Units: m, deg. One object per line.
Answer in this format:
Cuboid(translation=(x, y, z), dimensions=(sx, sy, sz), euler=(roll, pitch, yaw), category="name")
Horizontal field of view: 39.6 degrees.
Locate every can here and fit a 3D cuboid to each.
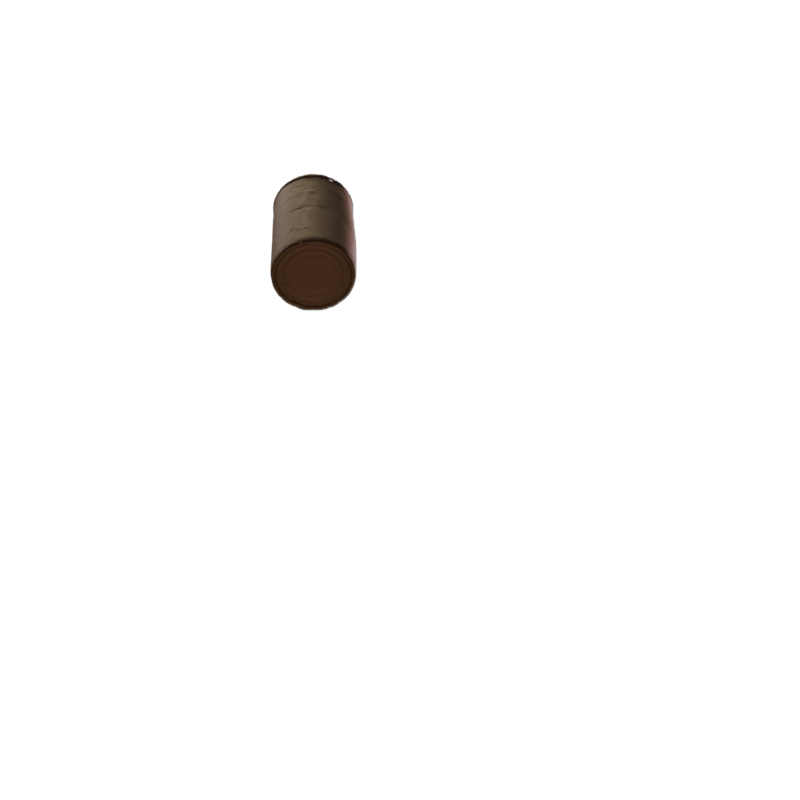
Cuboid(translation=(-0.070, -0.127, 0.889), dimensions=(0.068, 0.064, 0.109), euler=(-1, 38, -3), category="can")
